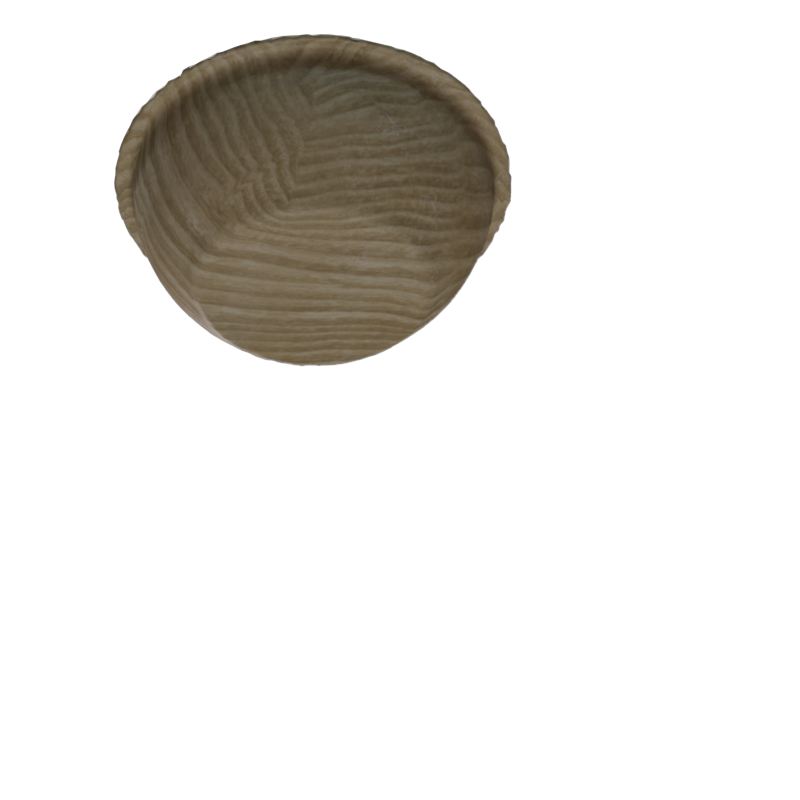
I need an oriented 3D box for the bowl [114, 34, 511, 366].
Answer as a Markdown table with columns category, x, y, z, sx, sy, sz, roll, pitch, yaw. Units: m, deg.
| category | x | y | z | sx | sy | sz | roll | pitch | yaw |
| --- | --- | --- | --- | --- | --- | --- | --- | --- | --- |
| bowl | -0.034 | -0.062 | 0.437 | 0.162 | 0.059 | 0.151 | 1 | -39 | -1 |
